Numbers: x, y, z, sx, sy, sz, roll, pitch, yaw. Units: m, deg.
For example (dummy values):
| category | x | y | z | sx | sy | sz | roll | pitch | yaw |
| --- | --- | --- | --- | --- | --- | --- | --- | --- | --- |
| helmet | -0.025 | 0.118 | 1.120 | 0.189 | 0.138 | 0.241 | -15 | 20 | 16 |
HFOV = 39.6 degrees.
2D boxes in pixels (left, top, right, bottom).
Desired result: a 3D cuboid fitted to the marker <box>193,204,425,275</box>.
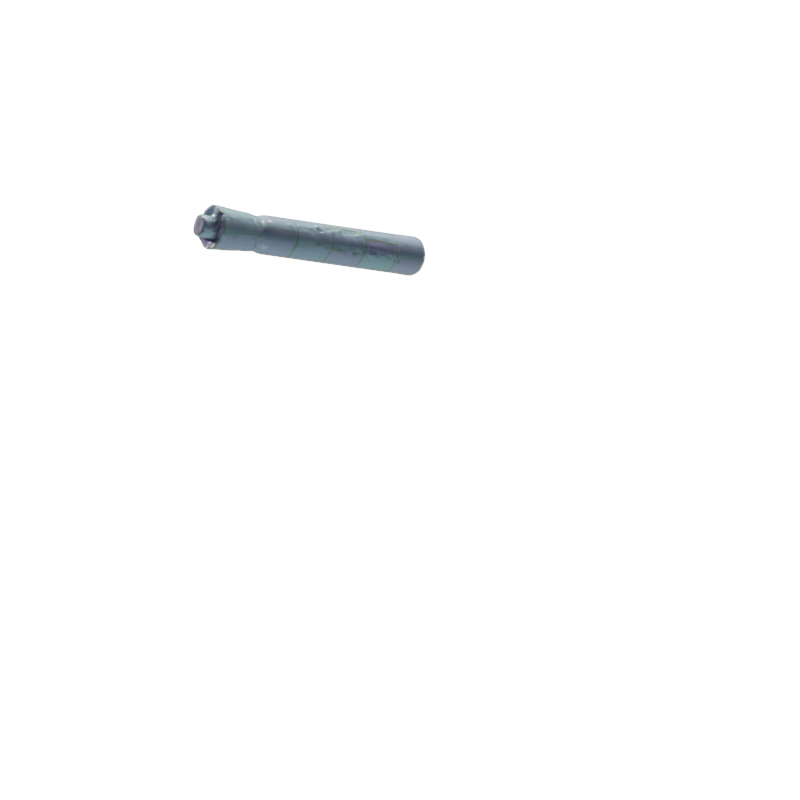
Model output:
| category | x | y | z | sx | sy | sz | roll | pitch | yaw |
| --- | --- | --- | --- | --- | --- | --- | --- | --- | --- |
| marker | -0.039 | -0.071 | 0.495 | 0.116 | 0.020 | 0.021 | 2 | 2 | -39 |
